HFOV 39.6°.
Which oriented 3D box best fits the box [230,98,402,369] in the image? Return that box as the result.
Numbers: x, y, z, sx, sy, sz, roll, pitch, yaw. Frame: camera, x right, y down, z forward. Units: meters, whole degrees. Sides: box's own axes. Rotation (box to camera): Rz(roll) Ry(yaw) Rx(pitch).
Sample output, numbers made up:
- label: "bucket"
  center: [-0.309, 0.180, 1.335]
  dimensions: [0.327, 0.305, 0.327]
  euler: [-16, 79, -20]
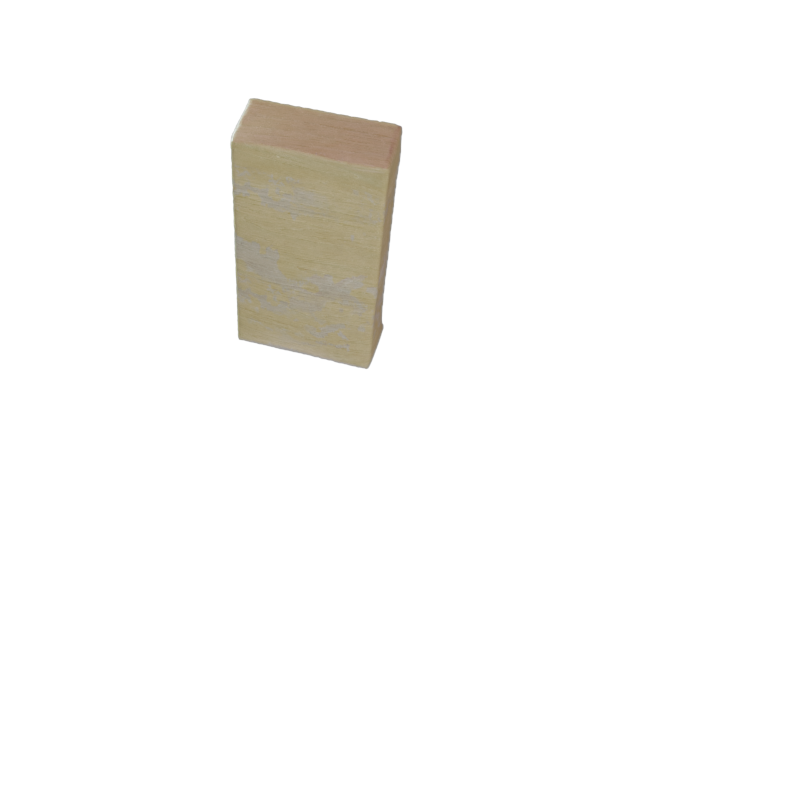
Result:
- label: "box"
  center: [-0.053, -0.096, 0.676]
  dimensions: [0.095, 0.051, 0.164]
  euler: [13, -37, 7]
